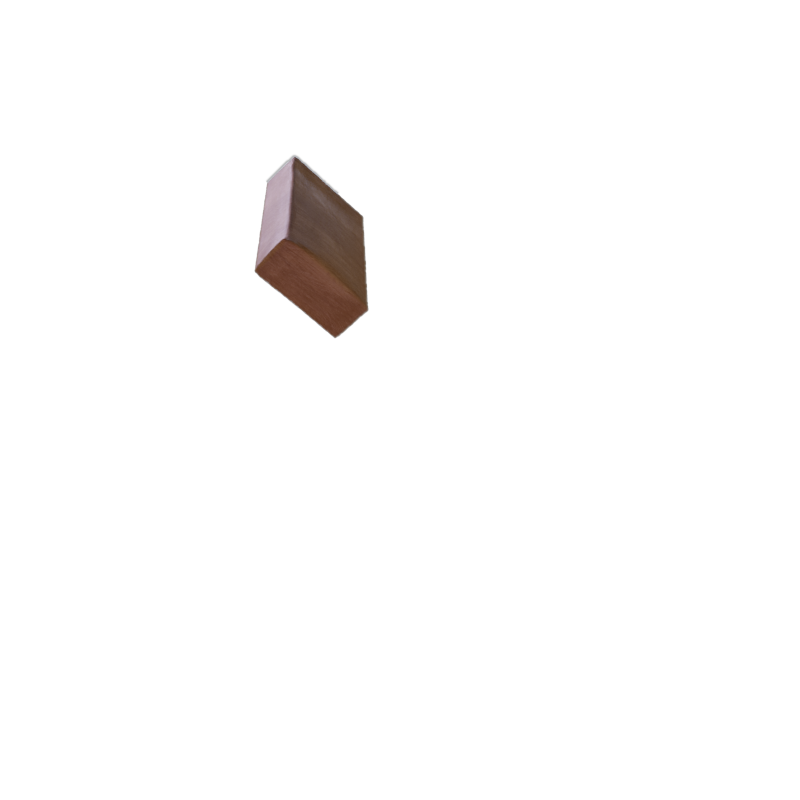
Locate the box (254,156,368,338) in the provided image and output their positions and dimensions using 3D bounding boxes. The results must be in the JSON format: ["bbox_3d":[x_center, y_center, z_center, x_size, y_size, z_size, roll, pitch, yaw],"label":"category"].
[{"bbox_3d":[-0.075,-0.136,0.954,0.089,0.047,0.187,39,21,-22],"label":"box"}]
